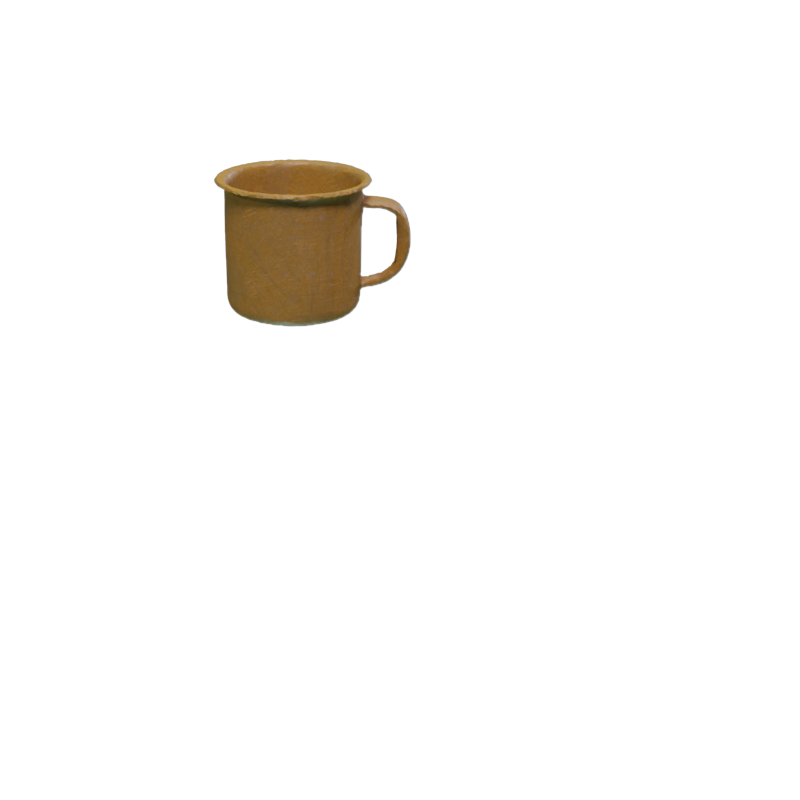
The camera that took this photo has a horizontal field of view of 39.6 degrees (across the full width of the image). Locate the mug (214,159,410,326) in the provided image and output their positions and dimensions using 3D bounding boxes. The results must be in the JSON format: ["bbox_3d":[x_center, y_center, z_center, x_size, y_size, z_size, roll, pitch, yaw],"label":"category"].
[{"bbox_3d":[-0.052,-0.095,0.668,0.117,0.078,0.098,-1,22,-3],"label":"mug"}]
